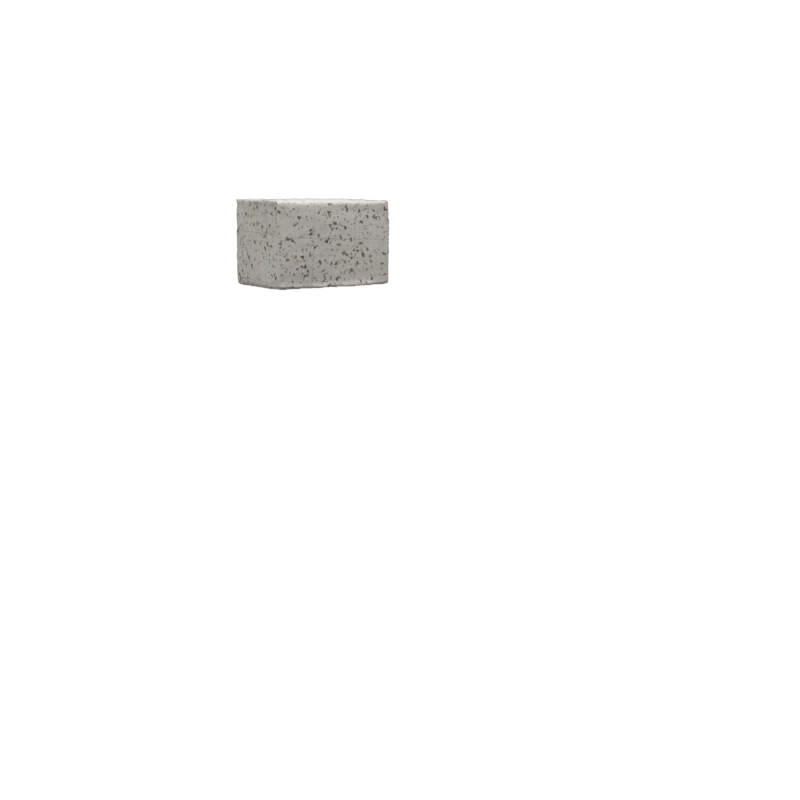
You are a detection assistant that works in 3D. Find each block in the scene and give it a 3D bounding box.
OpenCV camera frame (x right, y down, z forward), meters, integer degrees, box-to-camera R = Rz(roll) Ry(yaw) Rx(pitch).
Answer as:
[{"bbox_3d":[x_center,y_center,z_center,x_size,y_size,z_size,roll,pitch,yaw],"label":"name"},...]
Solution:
[{"bbox_3d":[-0.052,-0.094,0.659,0.075,0.051,0.055,-5,9,-33],"label":"block"}]
